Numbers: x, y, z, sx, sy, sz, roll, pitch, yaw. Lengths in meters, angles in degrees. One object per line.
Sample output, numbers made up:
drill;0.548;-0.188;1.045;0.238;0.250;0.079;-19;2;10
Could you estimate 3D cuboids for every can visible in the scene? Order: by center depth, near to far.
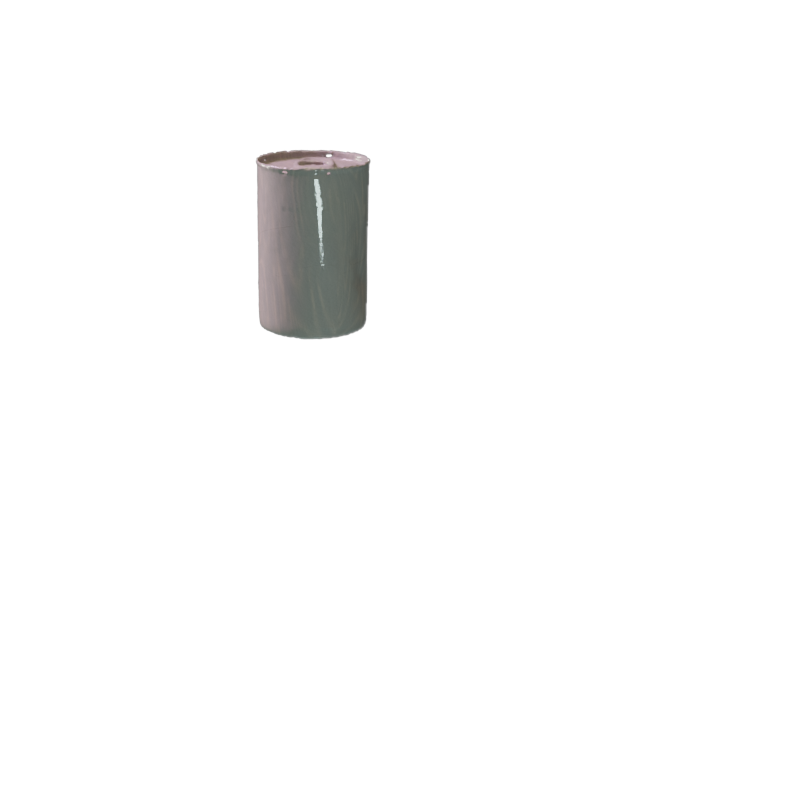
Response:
can;-0.052;-0.095;0.666;0.068;0.099;0.071;0;17;-2
